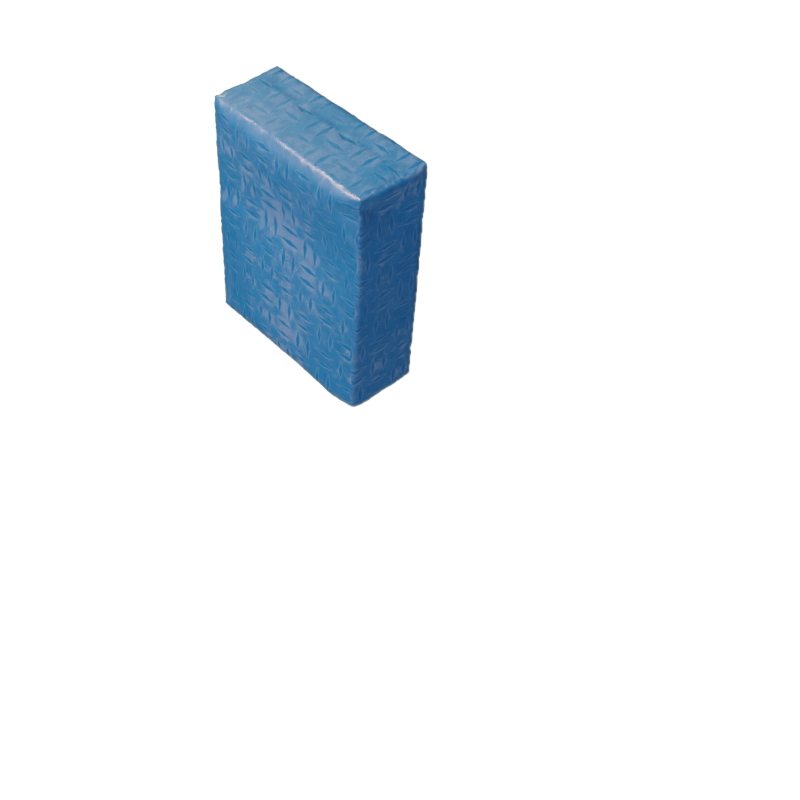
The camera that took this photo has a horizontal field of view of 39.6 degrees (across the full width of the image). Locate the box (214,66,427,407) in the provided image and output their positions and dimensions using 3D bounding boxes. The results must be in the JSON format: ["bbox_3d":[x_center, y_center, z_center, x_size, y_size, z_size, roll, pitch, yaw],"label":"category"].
[{"bbox_3d":[-0.066,-0.121,0.847,0.072,0.199,0.176,-31,54,-29],"label":"box"}]
